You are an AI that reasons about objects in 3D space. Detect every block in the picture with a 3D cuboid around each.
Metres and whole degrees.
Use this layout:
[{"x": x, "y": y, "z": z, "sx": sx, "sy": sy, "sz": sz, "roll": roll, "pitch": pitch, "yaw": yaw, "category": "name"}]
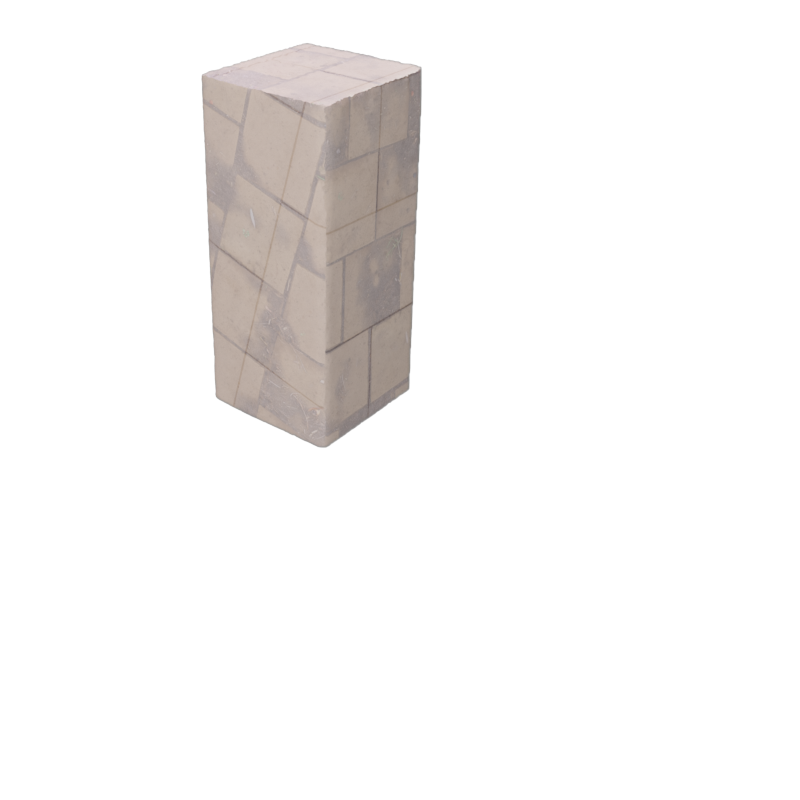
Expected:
[{"x": -0.050, "y": -0.092, "z": 0.646, "sx": 0.095, "sy": 0.195, "sz": 0.091, "roll": 21, "pitch": 32, "yaw": 33, "category": "block"}]
